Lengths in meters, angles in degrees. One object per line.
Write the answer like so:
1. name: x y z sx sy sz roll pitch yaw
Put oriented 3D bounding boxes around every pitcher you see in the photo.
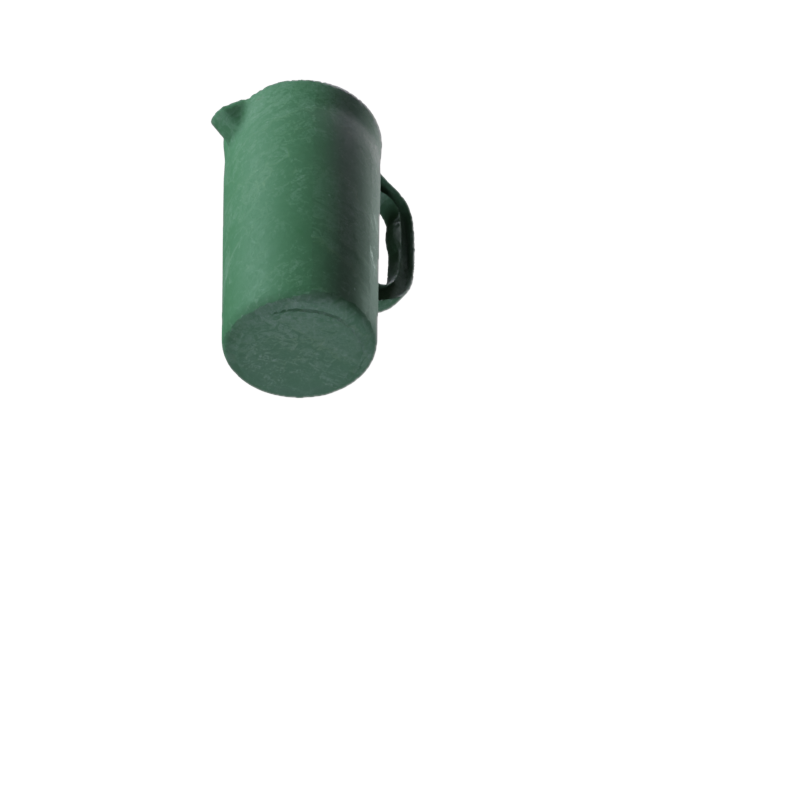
1. pitcher: -0.067 -0.121 0.851 0.150 0.261 0.134 -8 -43 5
